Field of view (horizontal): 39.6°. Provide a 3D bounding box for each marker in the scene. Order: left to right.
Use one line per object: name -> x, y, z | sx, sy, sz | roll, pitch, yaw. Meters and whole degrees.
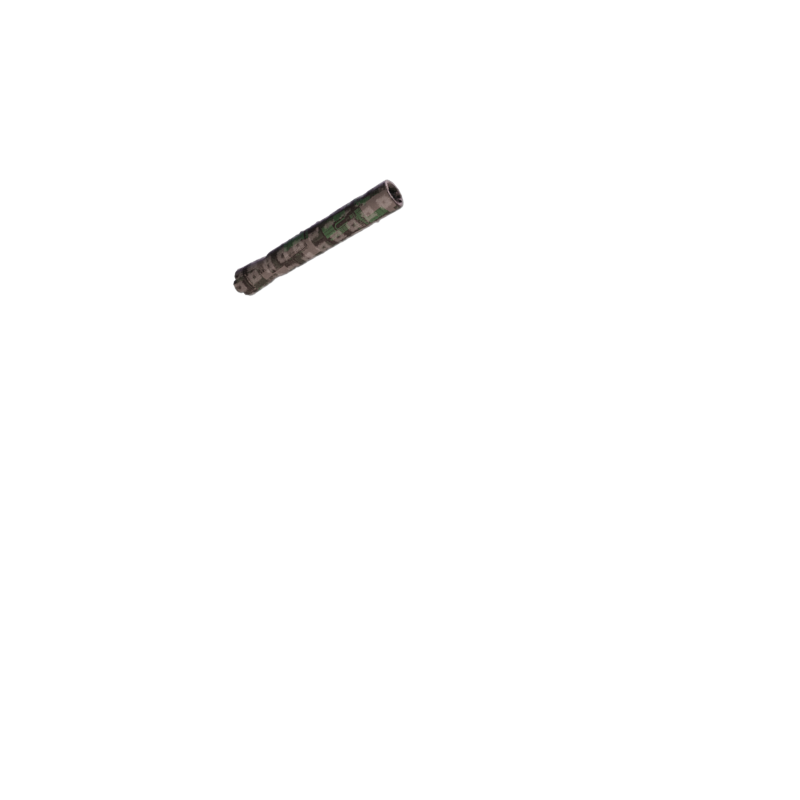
marker -> -0.052, -0.095, 0.663 | 0.121, 0.020, 0.019 | -27, -8, 25
